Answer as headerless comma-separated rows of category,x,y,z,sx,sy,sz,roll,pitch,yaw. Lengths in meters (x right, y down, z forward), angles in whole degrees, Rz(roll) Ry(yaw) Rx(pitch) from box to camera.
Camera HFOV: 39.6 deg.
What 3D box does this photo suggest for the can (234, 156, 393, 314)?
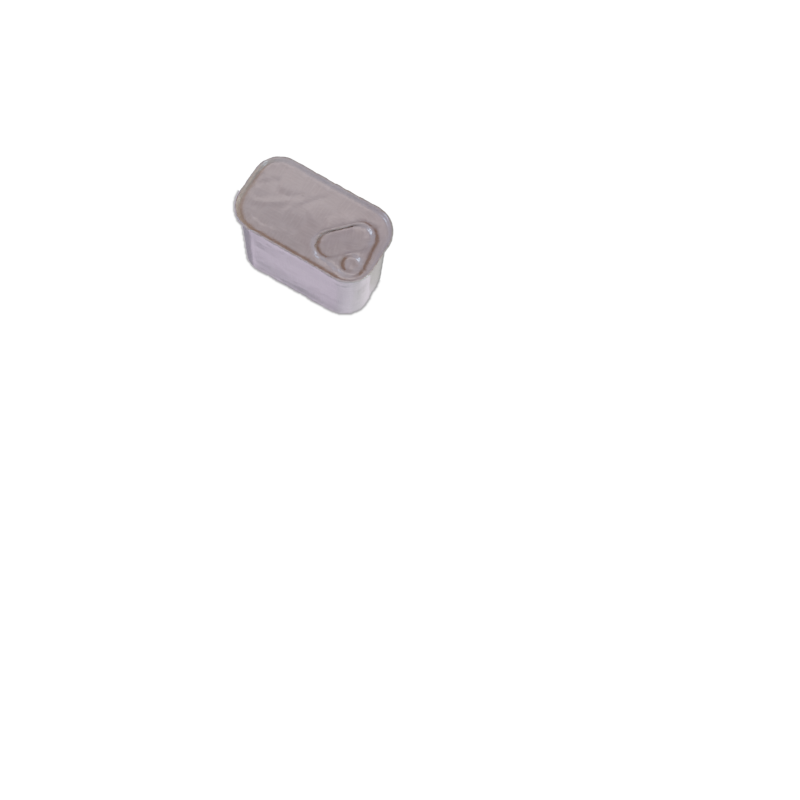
can,-0.058,-0.107,0.749,0.104,0.059,0.080,30,-16,8
